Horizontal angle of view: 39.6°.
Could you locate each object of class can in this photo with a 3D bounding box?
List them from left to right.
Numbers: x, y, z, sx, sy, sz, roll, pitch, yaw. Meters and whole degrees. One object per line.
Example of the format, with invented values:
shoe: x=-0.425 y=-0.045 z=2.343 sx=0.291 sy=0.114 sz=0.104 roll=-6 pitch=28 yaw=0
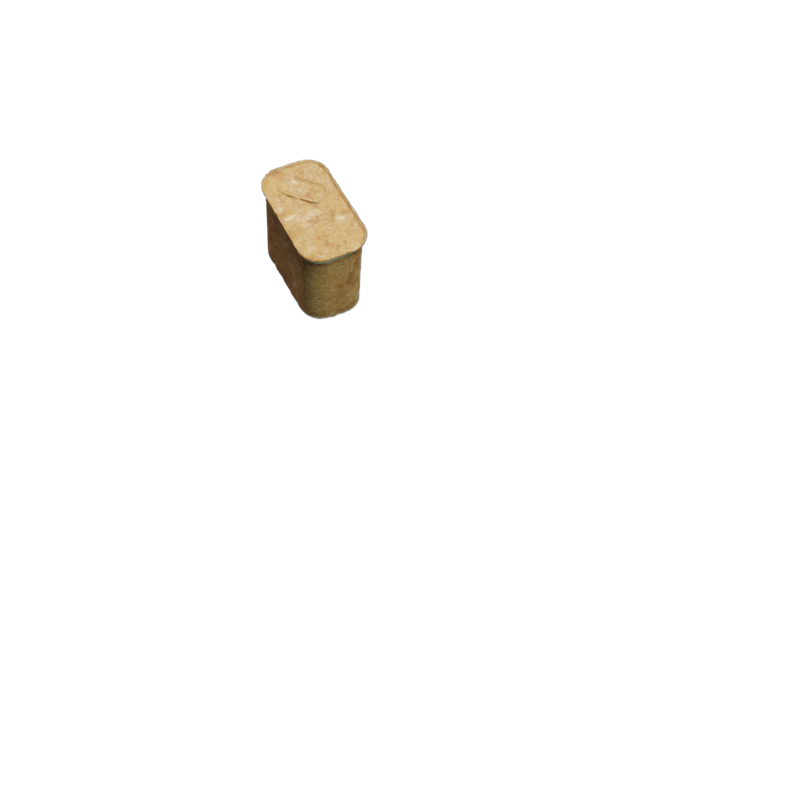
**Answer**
can: x=-0.070 y=-0.127 z=0.888 sx=0.057 sy=0.110 sz=0.078 roll=-21 pitch=-32 yaw=-16
